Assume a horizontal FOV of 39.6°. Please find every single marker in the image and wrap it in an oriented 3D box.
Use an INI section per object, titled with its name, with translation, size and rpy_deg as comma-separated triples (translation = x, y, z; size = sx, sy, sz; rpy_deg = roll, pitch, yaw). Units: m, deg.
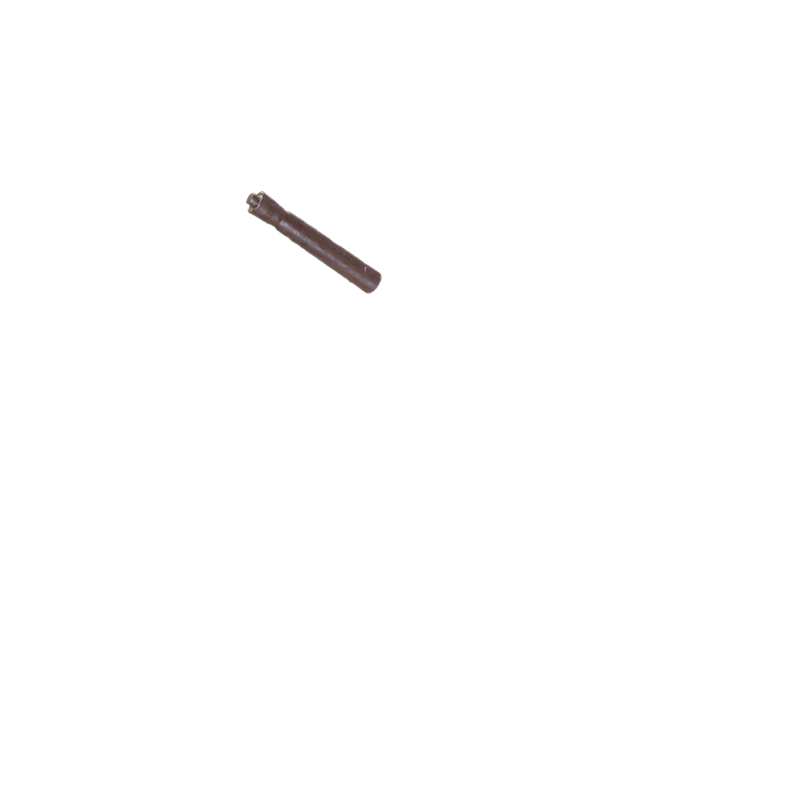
[marker]
translation = -0.065, -0.118, 0.826
size = 0.115, 0.020, 0.020
rpy_deg = 33, -11, -22
